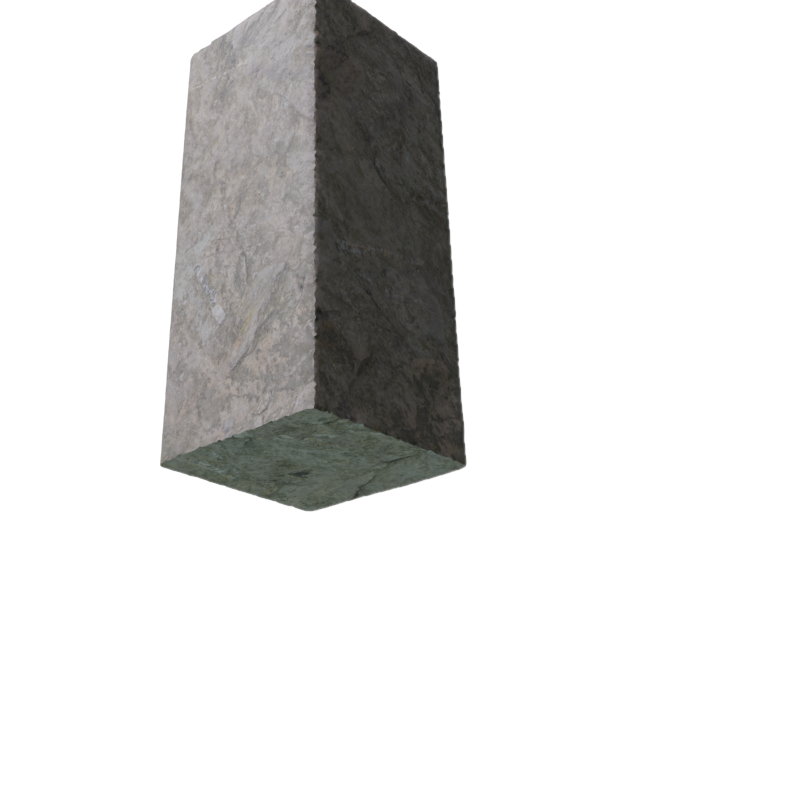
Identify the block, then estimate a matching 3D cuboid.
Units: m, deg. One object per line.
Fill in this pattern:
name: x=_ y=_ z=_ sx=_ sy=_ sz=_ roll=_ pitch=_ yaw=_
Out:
block: x=-0.039 y=-0.070 z=0.490 sx=0.091 sy=0.219 sz=0.085 roll=-24 pitch=-35 yaw=36
